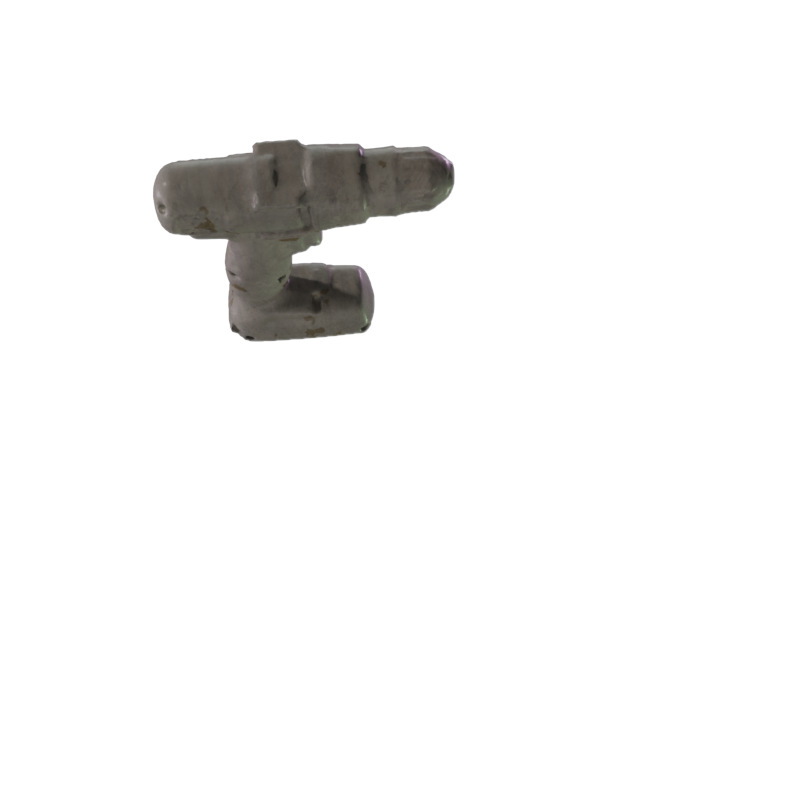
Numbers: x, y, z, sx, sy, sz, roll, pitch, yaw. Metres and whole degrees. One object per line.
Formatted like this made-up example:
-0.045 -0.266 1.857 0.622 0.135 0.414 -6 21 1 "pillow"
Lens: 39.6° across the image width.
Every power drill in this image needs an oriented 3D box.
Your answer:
-0.058 -0.105 0.739 0.185 0.061 0.176 -2 -26 3 "power drill"
